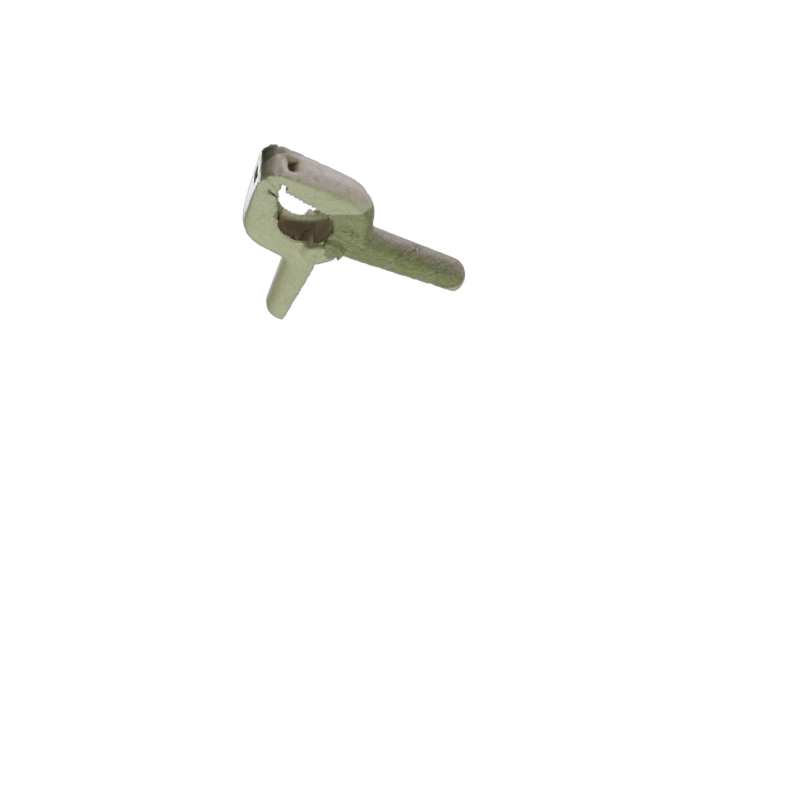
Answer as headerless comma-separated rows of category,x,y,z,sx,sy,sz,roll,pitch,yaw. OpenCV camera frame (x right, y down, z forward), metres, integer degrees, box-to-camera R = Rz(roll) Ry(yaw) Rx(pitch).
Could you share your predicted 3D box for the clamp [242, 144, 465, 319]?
clamp,-0.064,-0.117,0.820,0.167,0.039,0.195,-12,-27,24
